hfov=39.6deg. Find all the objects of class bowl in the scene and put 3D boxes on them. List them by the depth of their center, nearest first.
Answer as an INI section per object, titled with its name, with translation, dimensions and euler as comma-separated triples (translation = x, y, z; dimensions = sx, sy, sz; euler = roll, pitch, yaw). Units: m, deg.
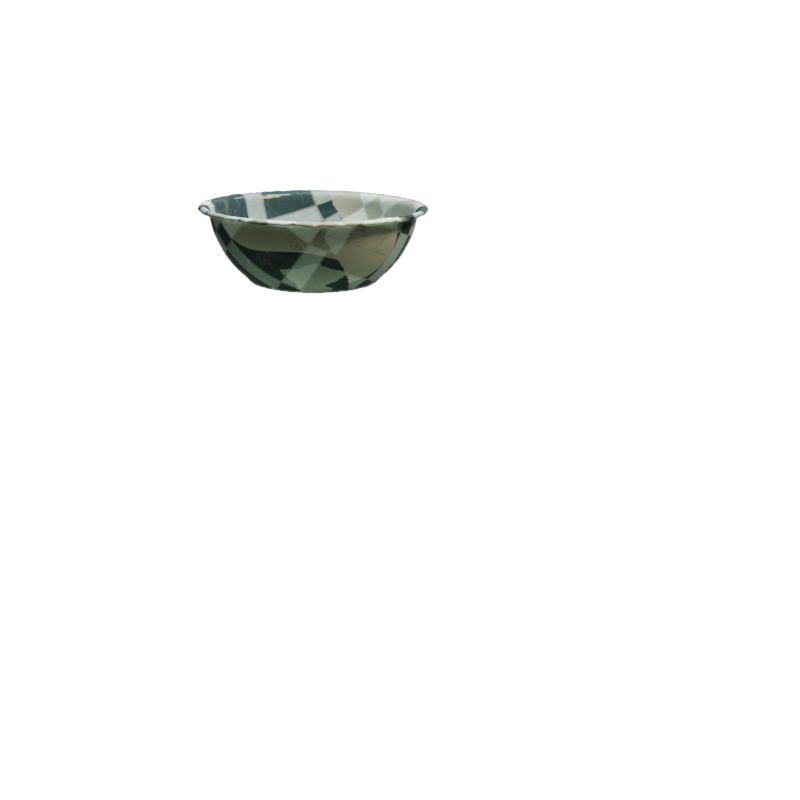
[bowl]
translation = -0.062, -0.112, 0.787
dimensions = 0.162, 0.053, 0.168
euler = -1, 17, -2
